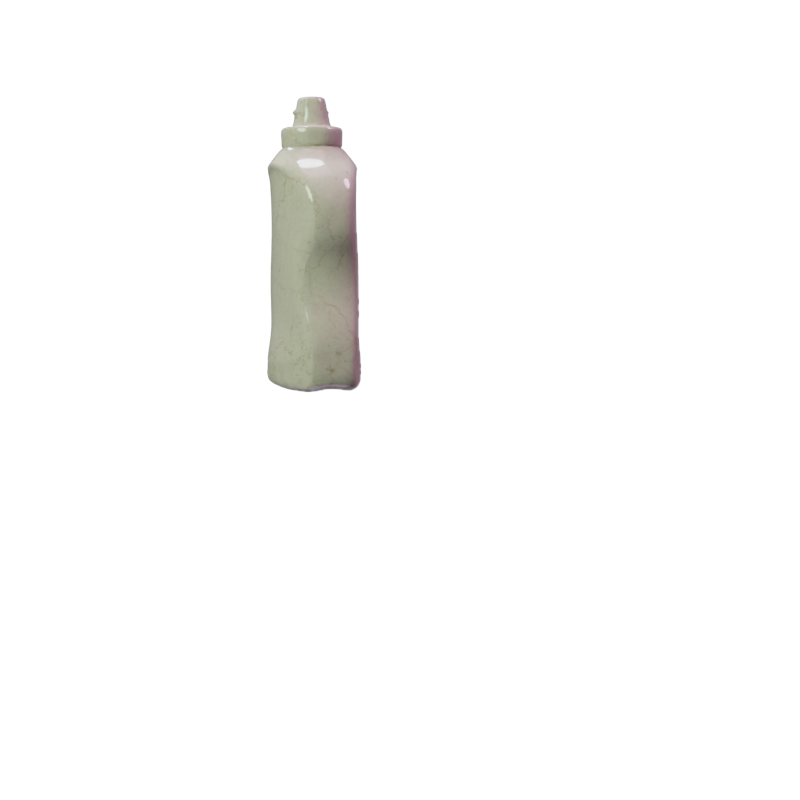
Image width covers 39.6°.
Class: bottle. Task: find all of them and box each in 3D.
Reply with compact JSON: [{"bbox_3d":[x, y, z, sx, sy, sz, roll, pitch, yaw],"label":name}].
[{"bbox_3d":[-0.058,-0.106,0.740,0.057,0.192,0.098,0,1,-17],"label":"bottle"}]
